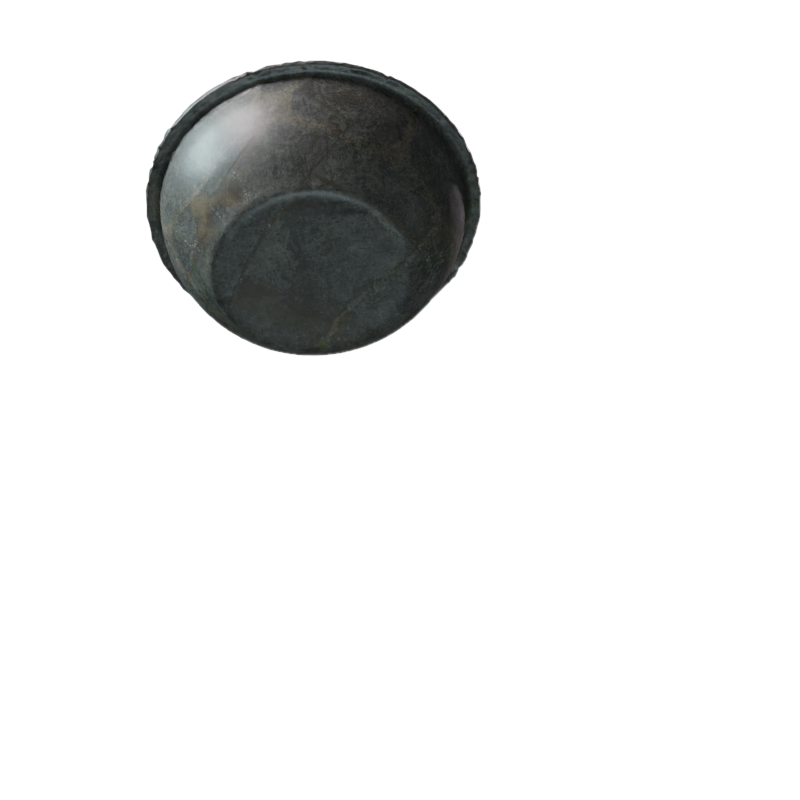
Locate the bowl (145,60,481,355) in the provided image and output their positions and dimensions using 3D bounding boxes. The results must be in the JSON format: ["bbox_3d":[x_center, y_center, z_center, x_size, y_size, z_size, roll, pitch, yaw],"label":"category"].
[{"bbox_3d":[-0.040,-0.074,0.516,0.162,0.151,0.059,1,38,-1],"label":"bowl"}]
